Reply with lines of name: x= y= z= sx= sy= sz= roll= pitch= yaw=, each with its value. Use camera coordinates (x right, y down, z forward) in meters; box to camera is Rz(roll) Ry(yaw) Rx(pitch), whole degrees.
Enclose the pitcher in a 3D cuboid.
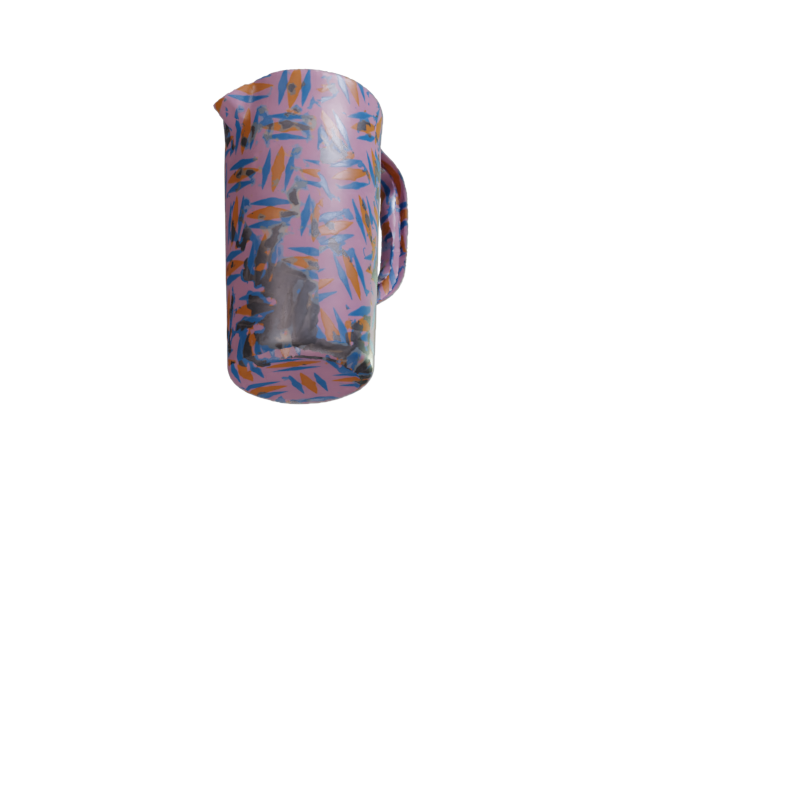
pitcher: x=-0.068 y=-0.124 z=0.870 sx=0.150 sy=0.258 sz=0.136 roll=-3 pitch=-27 yaw=3
